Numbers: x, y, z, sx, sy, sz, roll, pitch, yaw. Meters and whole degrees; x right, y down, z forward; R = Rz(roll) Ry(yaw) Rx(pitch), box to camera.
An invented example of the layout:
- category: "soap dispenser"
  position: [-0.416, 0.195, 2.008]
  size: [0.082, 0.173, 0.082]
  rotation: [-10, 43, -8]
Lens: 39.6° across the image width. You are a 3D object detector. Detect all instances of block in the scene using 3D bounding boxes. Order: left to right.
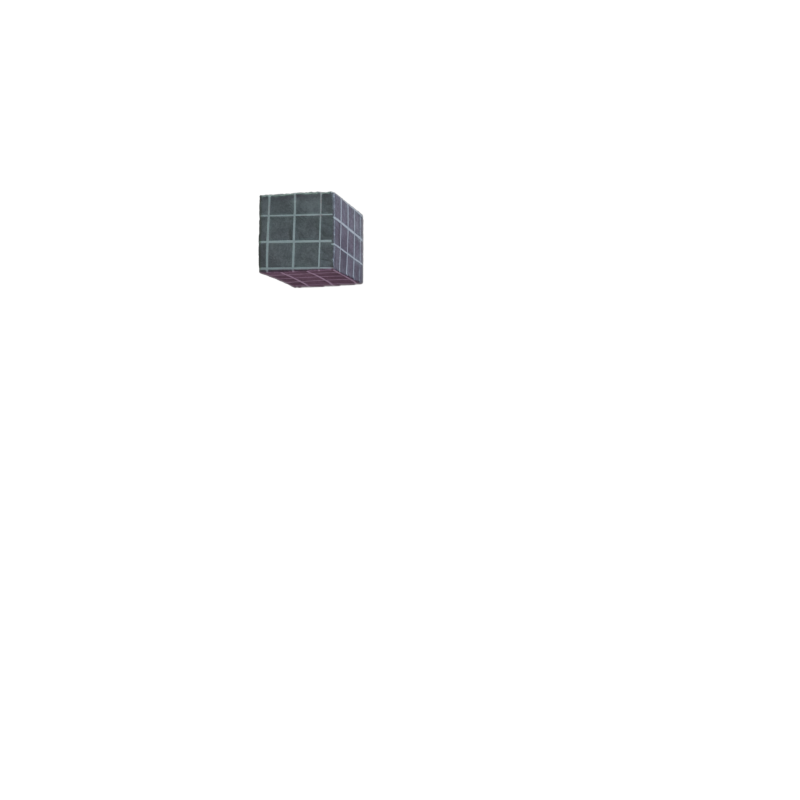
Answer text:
- category: "block"
  position: [-0.058, -0.106, 0.739]
  size: [0.054, 0.052, 0.075]
  rotation: [-2, -5, 13]
